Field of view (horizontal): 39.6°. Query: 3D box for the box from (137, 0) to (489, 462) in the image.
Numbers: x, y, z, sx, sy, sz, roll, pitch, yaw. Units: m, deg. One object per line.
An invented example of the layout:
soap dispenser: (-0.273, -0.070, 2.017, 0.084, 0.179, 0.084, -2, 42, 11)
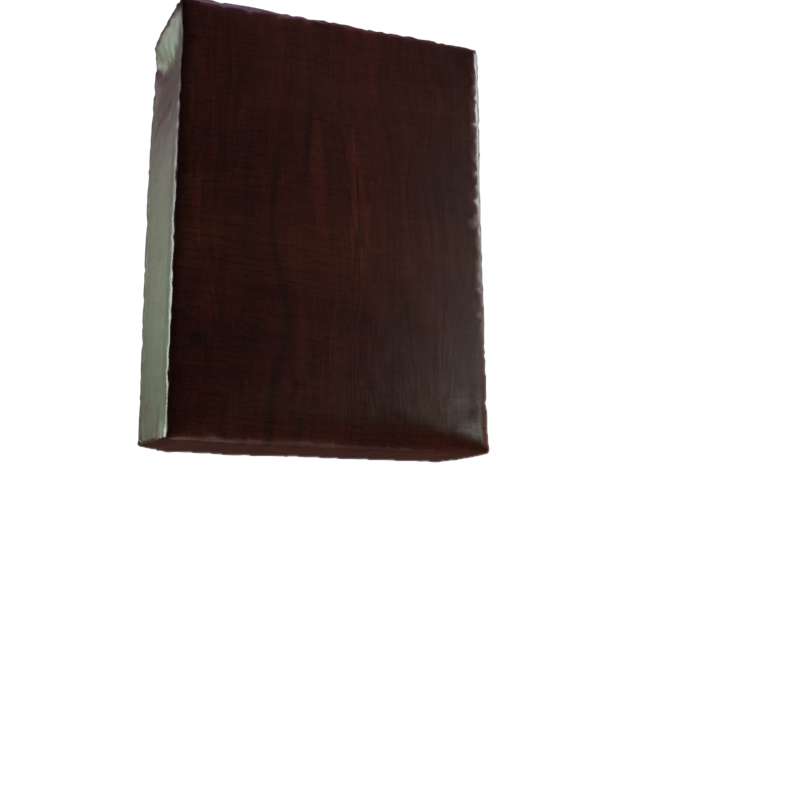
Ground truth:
box: (-0.044, -0.080, 0.560, 0.159, 0.221, 0.072, 5, -15, -23)
